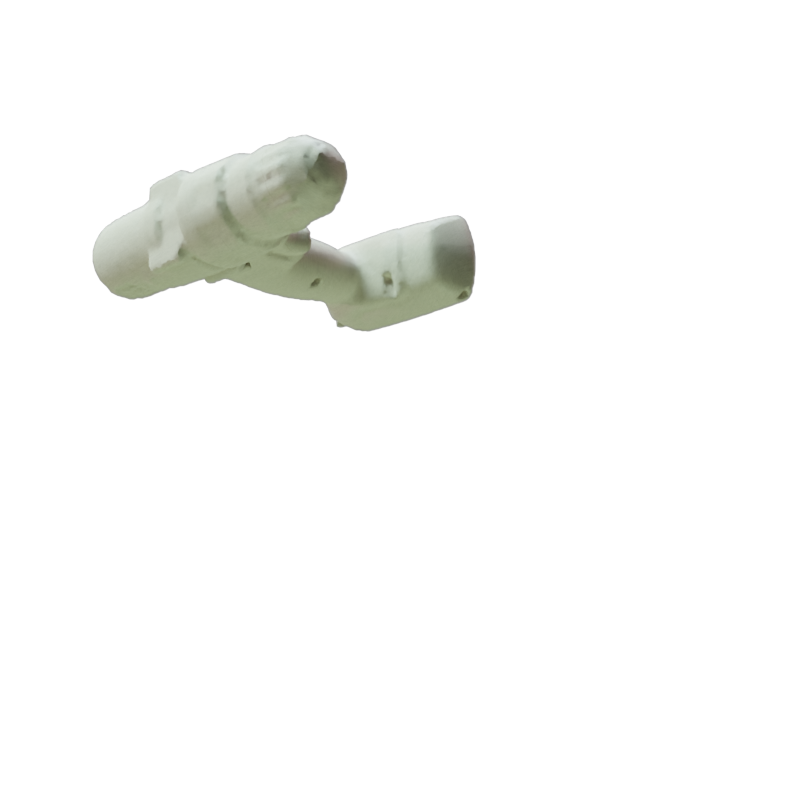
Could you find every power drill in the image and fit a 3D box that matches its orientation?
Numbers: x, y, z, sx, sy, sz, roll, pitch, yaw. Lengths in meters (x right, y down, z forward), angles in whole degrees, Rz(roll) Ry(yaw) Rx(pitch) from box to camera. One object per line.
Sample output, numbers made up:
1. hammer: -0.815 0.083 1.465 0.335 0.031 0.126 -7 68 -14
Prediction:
1. power drill: -0.047 -0.086 0.604 0.178 0.059 0.188 10 -14 -42
